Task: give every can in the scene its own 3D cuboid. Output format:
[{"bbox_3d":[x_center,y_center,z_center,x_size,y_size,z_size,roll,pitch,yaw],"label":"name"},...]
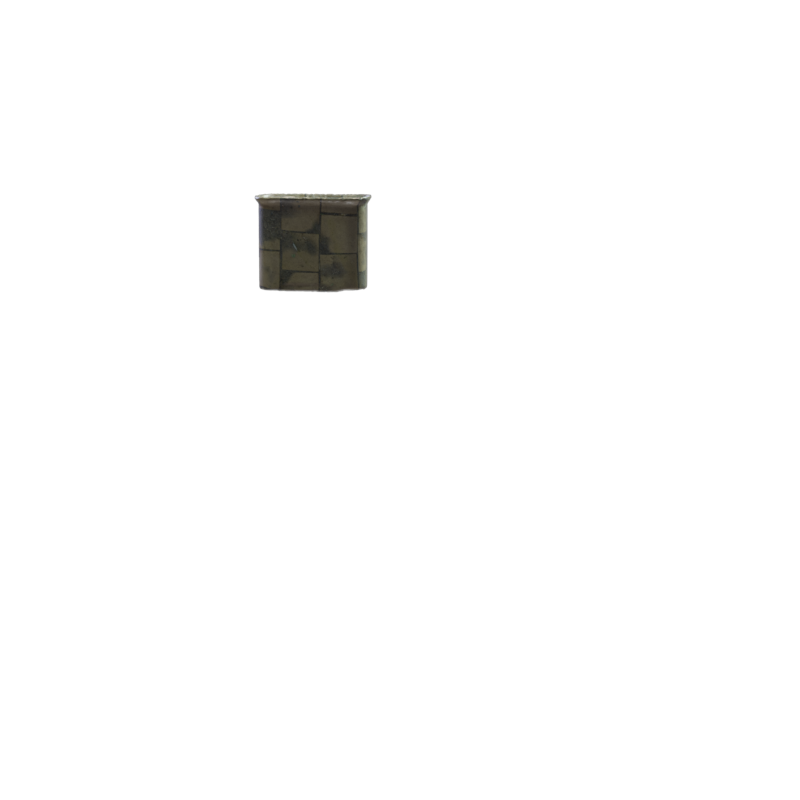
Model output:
[{"bbox_3d":[-0.078,-0.142,0.992,0.103,0.082,0.058,2,9,10],"label":"can"}]
